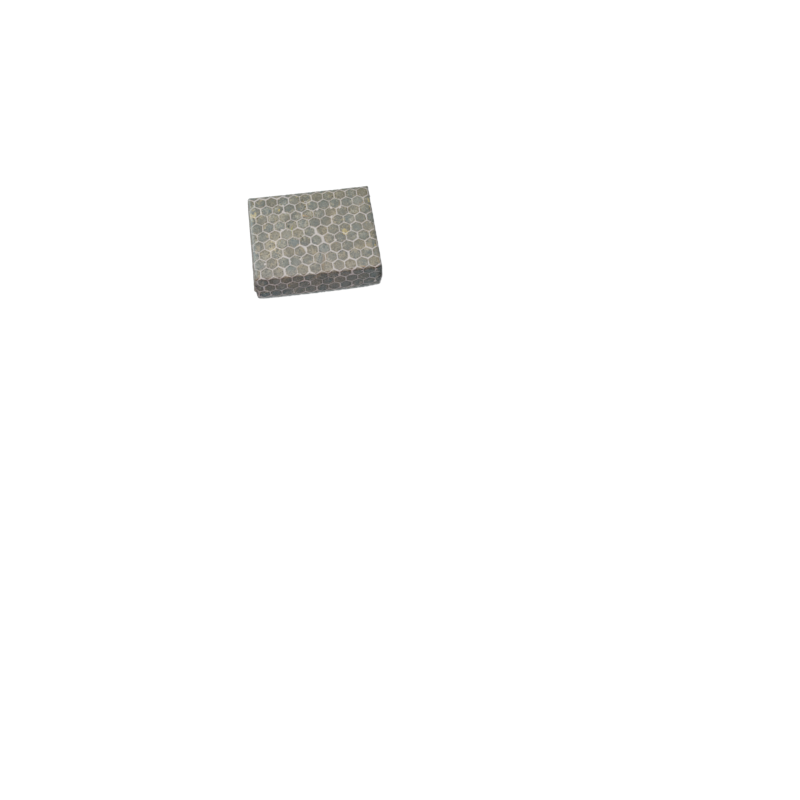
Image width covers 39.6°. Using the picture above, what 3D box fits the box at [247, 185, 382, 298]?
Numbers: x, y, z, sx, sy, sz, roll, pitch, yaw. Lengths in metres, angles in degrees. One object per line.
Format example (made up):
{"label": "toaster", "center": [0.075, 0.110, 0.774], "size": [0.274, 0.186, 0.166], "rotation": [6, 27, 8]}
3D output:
{"label": "box", "center": [-0.077, -0.141, 0.989], "size": [0.113, 0.096, 0.036], "rotation": [-6, -32, -4]}
